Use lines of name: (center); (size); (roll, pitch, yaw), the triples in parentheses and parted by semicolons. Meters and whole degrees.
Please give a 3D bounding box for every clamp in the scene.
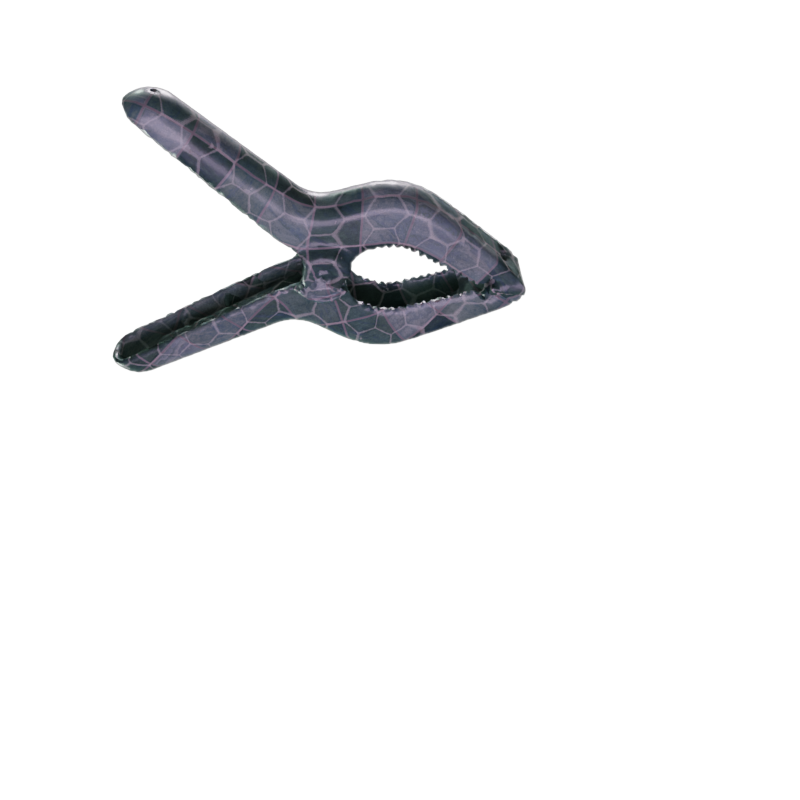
clamp: (-0.043, -0.078, 0.544); (0.210, 0.154, 0.039); (1, 40, -1)
